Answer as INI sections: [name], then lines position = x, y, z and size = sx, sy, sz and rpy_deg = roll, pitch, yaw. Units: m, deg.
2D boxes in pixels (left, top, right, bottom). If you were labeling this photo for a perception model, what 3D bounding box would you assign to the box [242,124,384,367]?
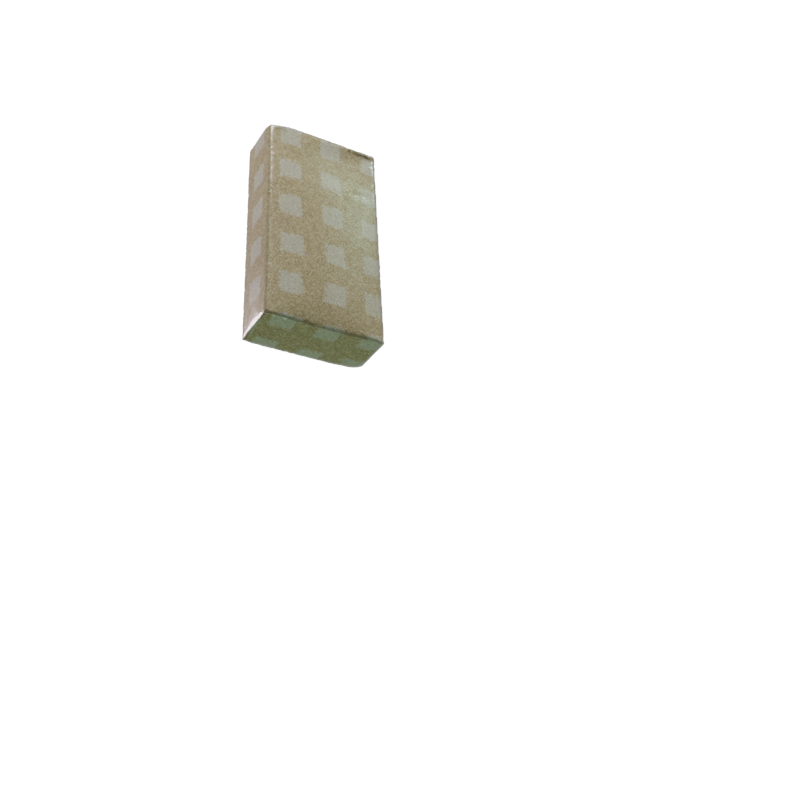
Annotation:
[box]
position = -0.063, -0.115, 0.807
size = 0.090, 0.188, 0.047
rpy_deg = 14, -37, -24
